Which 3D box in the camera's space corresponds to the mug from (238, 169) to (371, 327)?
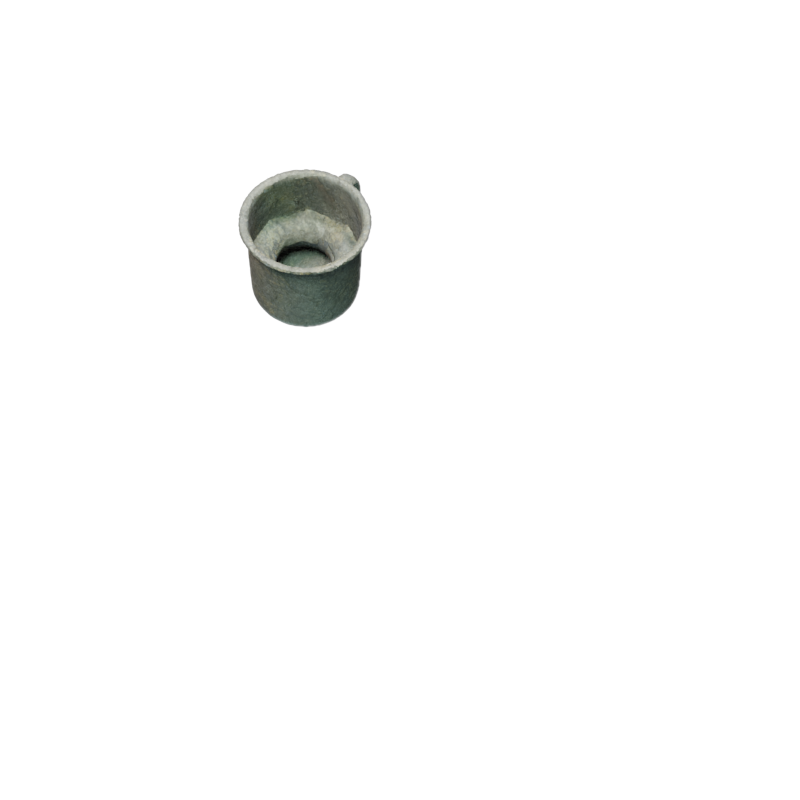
[{"bbox_3d":[-0.064,-0.116,0.811,0.096,0.121,0.076,24,-31,13],"label":"mug"}]
